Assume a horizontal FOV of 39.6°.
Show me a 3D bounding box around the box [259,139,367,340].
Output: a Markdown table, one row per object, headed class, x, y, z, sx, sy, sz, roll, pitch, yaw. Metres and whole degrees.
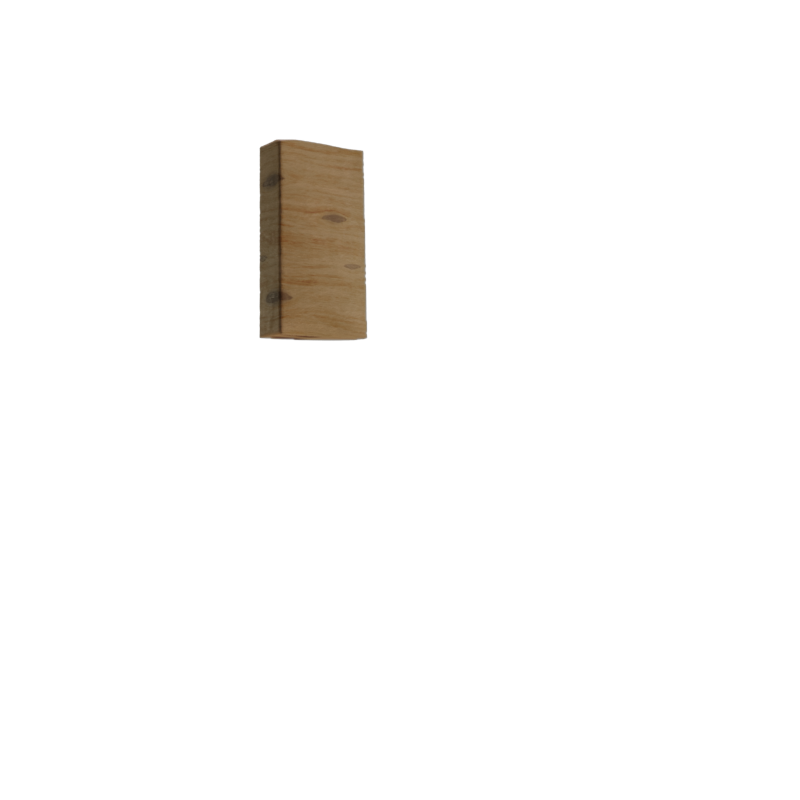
| class | x | y | z | sx | sy | sz | roll | pitch | yaw |
| --- | --- | --- | --- | --- | --- | --- | --- | --- | --- |
| box | -0.078 | -0.143 | 0.999 | 0.090 | 0.180 | 0.049 | 4 | -9 | -32 |
